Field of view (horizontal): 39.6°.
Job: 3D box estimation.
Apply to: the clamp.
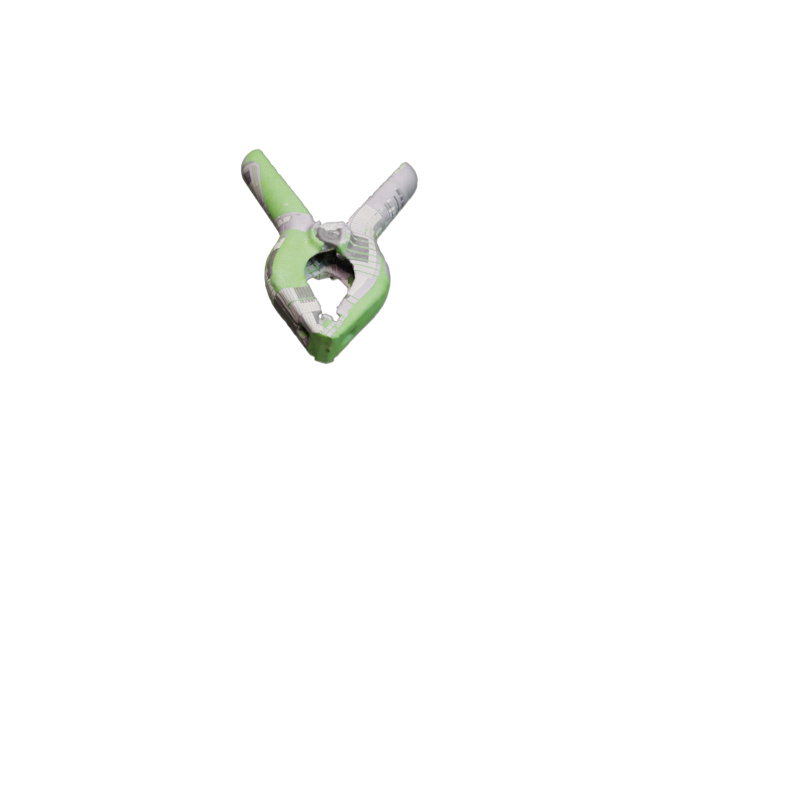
[{"bbox_3d":[-0.056,-0.102,0.716,0.121,0.182,0.036,6,-42,5],"label":"clamp"}]
